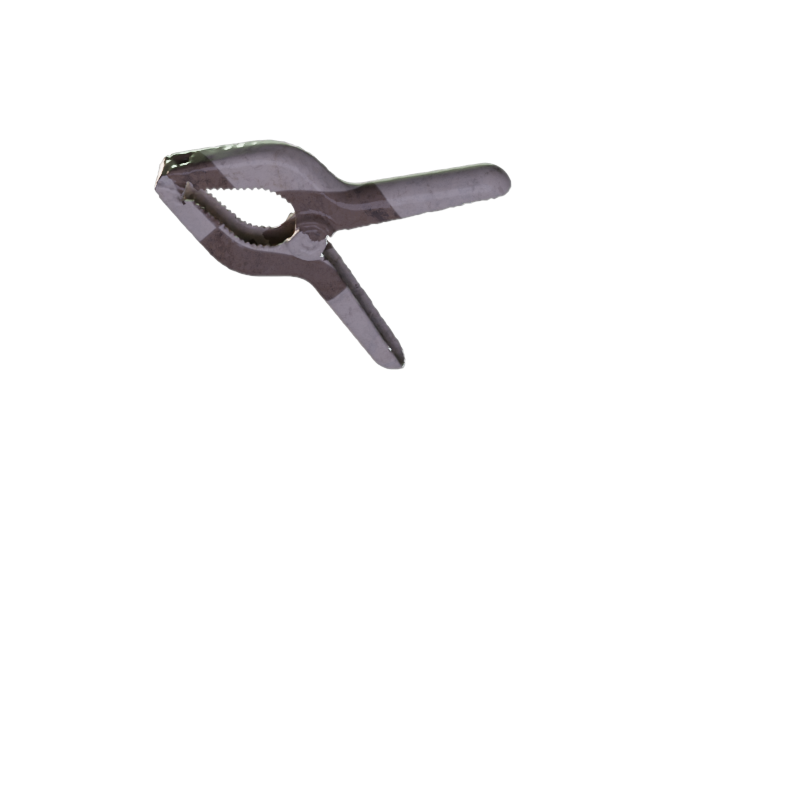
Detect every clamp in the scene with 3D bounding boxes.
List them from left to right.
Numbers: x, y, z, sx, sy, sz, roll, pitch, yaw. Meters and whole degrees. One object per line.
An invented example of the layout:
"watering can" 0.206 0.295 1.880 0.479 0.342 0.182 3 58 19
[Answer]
"clamp" -0.055 -0.100 0.703 0.206 0.157 0.039 14 34 -9
